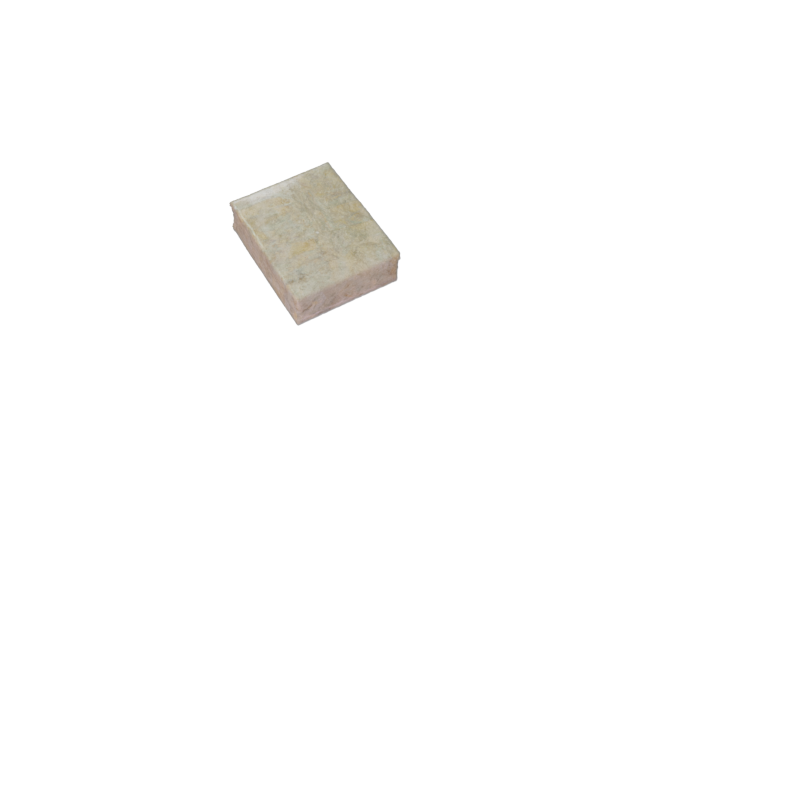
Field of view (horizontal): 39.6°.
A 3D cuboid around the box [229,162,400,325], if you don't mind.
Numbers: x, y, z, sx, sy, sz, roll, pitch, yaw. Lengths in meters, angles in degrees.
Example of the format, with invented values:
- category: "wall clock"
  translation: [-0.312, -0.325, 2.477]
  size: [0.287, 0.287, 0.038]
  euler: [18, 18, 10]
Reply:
- category: "box"
  translation: [-0.067, -0.122, 0.855]
  size: [0.089, 0.122, 0.036]
  euler: [-25, -34, -19]
